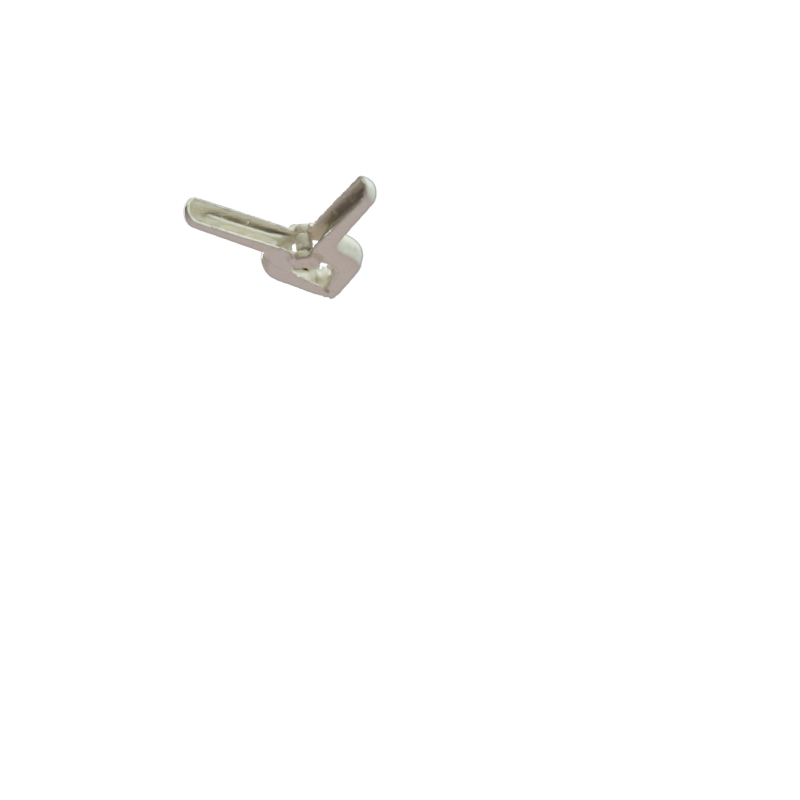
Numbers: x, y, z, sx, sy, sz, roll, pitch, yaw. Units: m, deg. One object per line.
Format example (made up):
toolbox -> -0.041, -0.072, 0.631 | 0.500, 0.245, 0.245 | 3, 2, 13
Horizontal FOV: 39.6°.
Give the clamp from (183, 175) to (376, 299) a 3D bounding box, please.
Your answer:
clamp -> -0.078, -0.142, 0.995 | 0.167, 0.038, 0.197 | -6, -18, 17
